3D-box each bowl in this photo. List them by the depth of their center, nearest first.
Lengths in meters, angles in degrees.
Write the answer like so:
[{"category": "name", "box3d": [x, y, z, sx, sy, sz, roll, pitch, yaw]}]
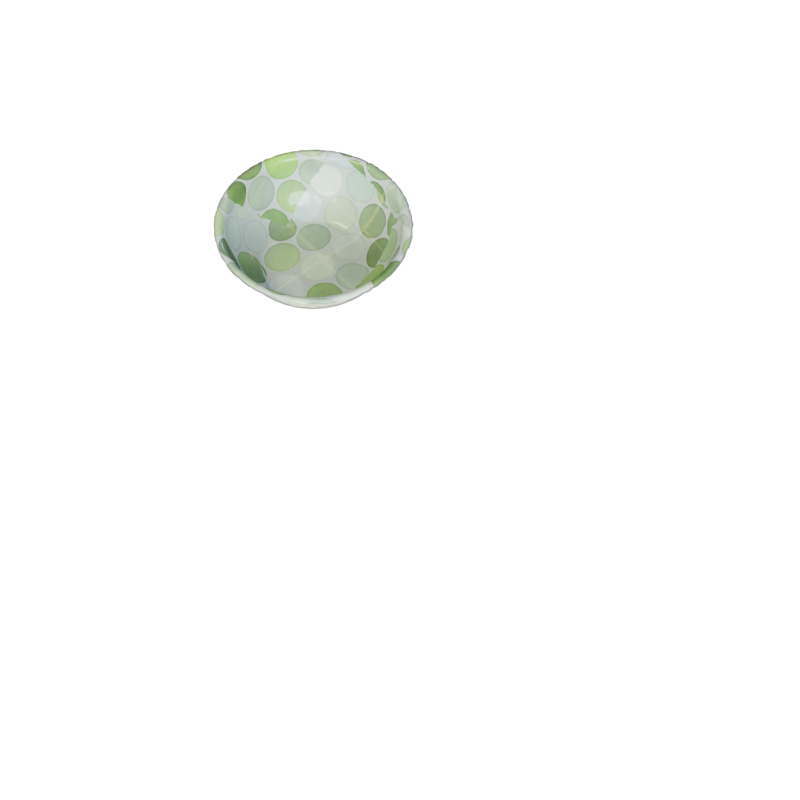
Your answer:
[{"category": "bowl", "box3d": [-0.072, -0.131, 0.917, 0.162, 0.174, 0.051, -1, -35, -1]}]
